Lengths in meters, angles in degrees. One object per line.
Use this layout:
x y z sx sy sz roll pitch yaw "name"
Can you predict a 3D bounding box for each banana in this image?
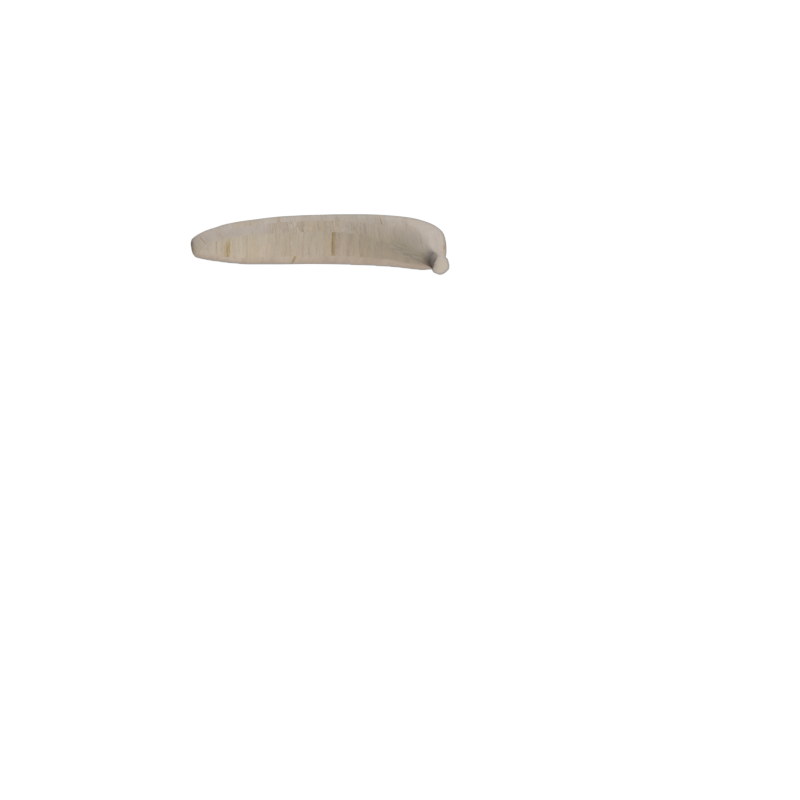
-0.048 -0.111 0.771 0.205 0.036 0.068 5 10 27 "banana"
